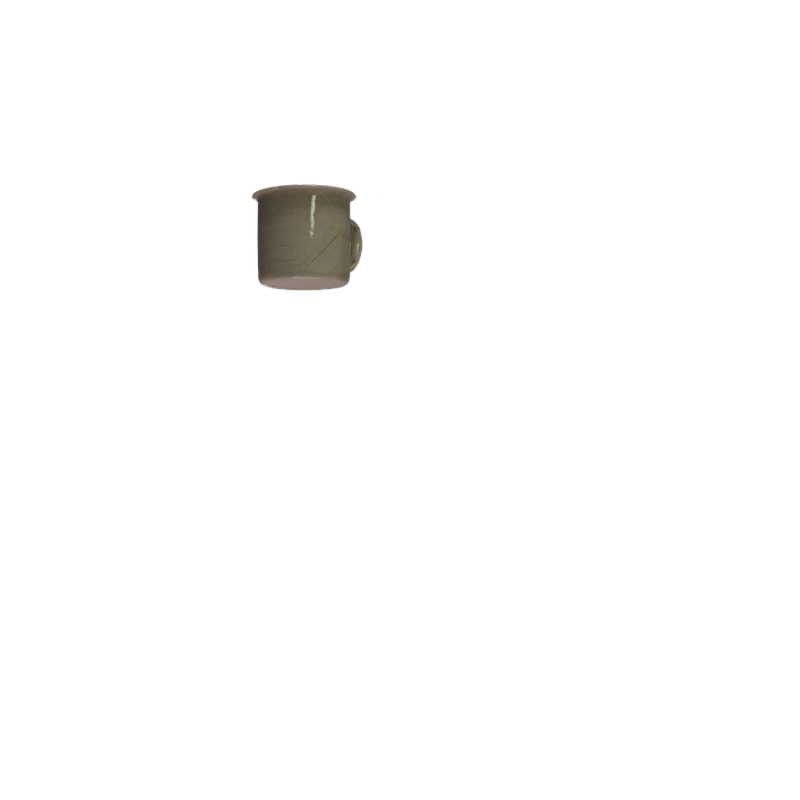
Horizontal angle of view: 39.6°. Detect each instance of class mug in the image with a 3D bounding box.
[{"bbox_3d":[-0.078,-0.141,0.991,0.096,0.083,0.112,-5,-6,41],"label":"mug"}]
